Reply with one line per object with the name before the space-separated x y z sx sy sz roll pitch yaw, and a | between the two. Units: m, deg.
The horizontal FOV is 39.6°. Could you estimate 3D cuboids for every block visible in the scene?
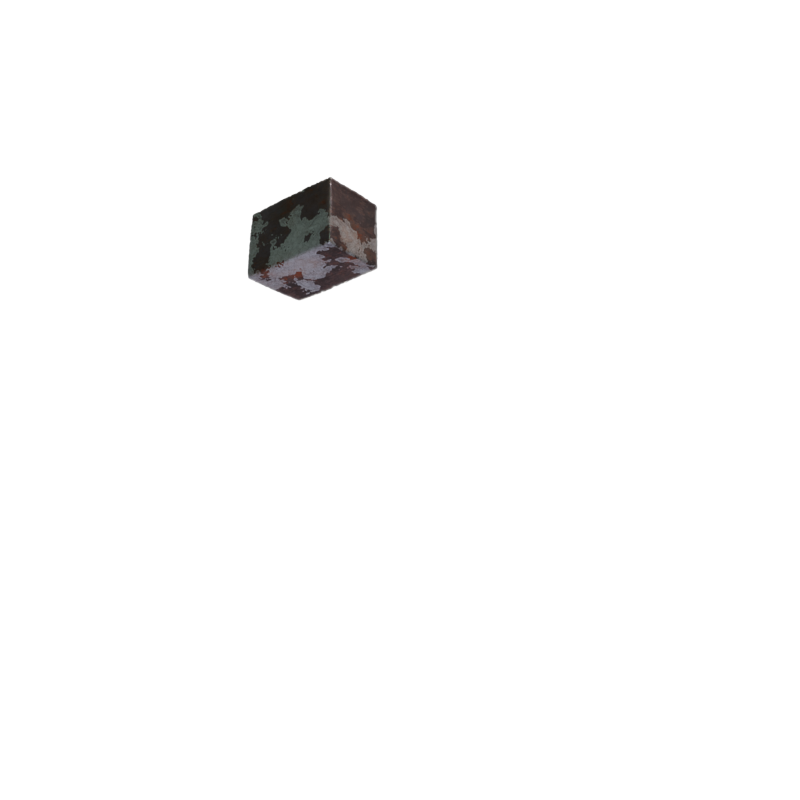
block | -0.061 -0.111 0.775 0.079 0.054 0.049 -19 -31 35
